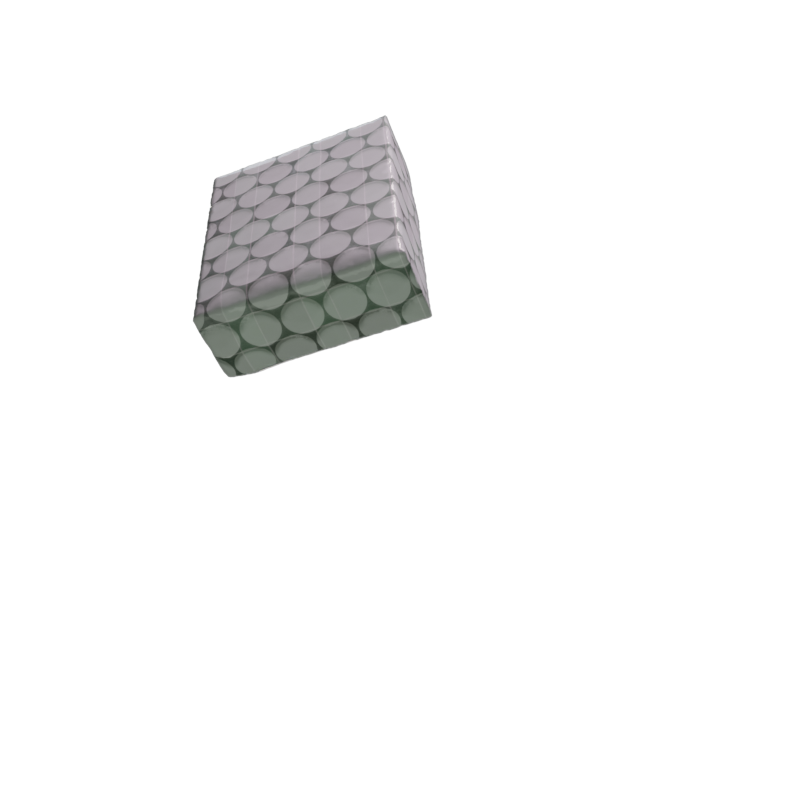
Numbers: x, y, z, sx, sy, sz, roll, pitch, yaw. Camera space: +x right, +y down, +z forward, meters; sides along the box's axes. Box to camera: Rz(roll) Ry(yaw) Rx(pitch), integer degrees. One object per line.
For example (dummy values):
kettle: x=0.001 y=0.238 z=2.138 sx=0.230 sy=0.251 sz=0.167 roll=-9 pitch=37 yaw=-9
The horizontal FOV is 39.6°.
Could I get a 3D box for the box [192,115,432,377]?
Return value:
box: x=-0.069 y=-0.126 z=0.882 sx=0.165 sy=0.067 sz=0.229 roll=-18 pitch=36 yaw=10
